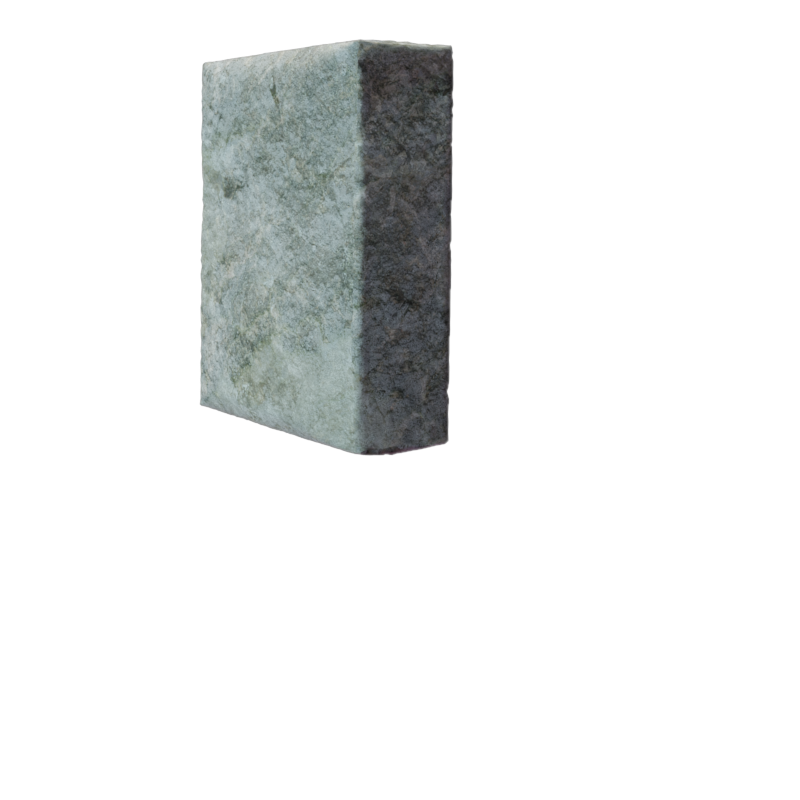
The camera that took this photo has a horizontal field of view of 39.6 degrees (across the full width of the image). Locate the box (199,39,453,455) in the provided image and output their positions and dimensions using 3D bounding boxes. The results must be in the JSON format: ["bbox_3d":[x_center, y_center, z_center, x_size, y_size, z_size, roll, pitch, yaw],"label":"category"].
[{"bbox_3d":[-0.049,-0.090,0.631,0.069,0.211,0.172,-3,8,-38],"label":"box"}]
